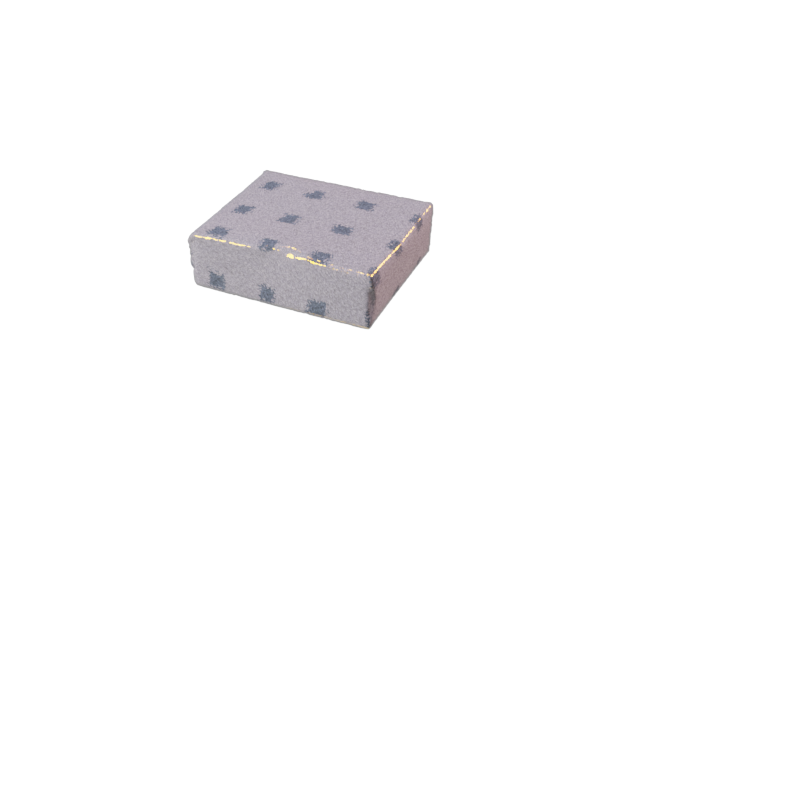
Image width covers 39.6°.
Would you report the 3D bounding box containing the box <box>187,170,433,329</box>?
[{"bbox_3d":[-0.039,-0.072,0.501,0.093,0.028,0.075,15,37,20],"label":"box"}]
